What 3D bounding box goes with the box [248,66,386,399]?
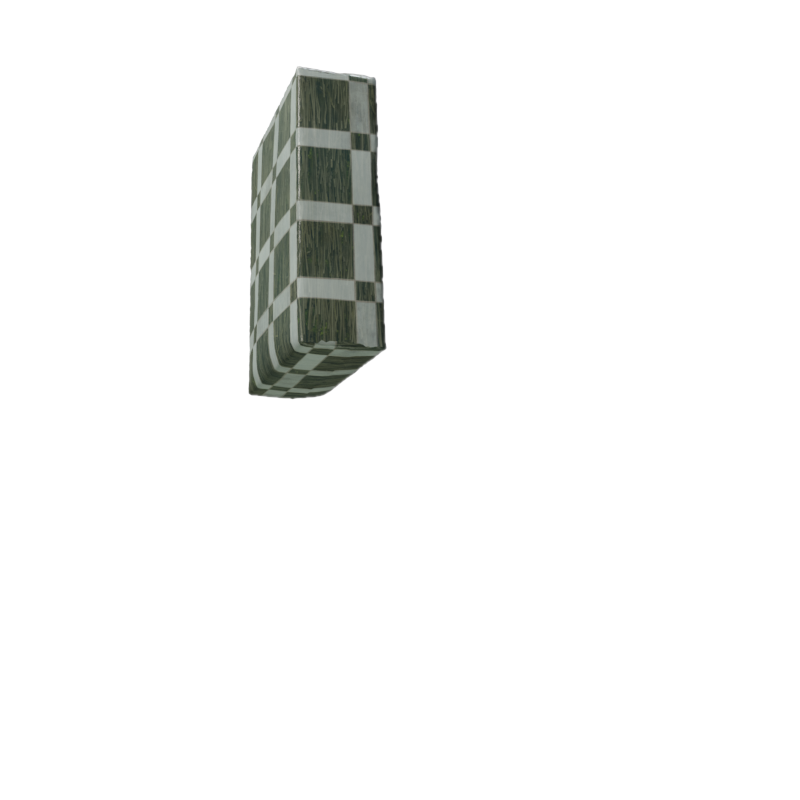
[{"bbox_3d":[-0.067,-0.122,0.856,0.070,0.224,0.161,5,-19,-18],"label":"box"}]
